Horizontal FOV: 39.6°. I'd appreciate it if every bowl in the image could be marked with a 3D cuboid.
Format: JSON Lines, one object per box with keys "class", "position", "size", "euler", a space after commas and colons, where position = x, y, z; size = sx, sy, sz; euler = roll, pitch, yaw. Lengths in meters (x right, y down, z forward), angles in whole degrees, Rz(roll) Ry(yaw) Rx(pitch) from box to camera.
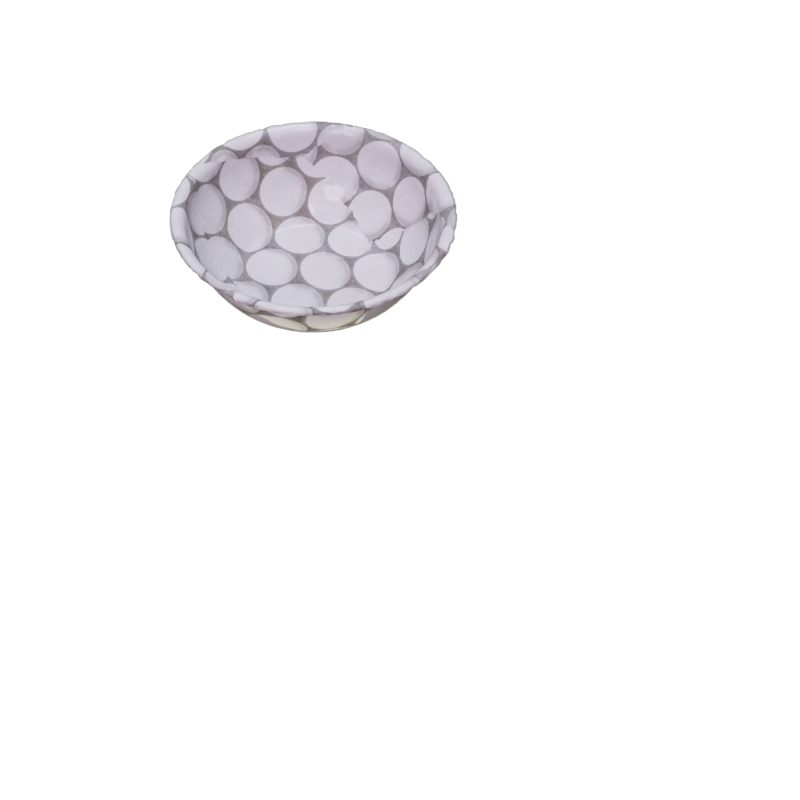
{"class": "bowl", "position": [-0.050, -0.092, 0.642], "size": [0.162, 0.174, 0.051], "euler": [-1, -43, -1]}
